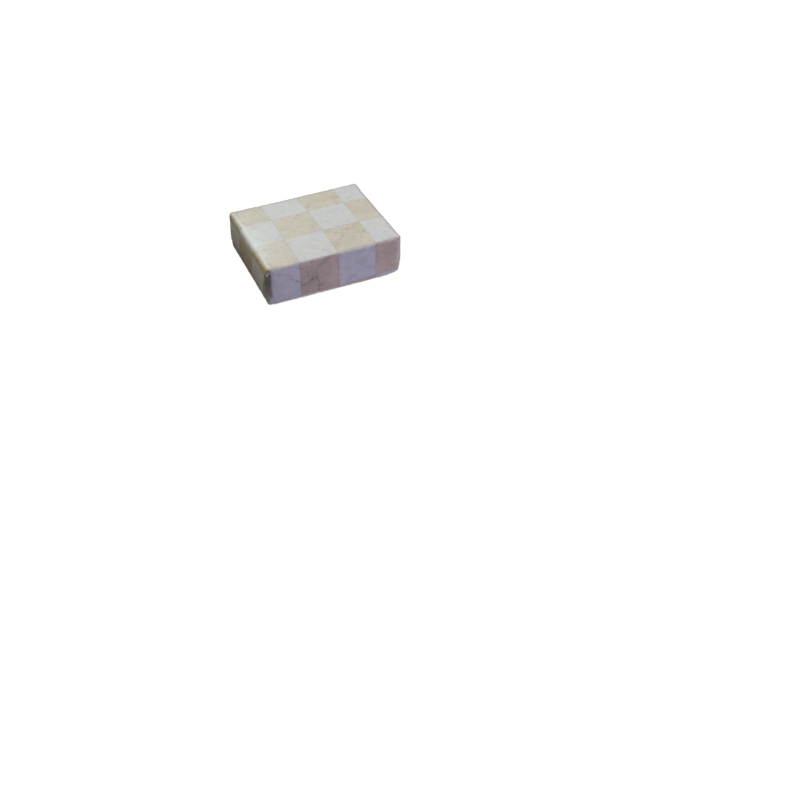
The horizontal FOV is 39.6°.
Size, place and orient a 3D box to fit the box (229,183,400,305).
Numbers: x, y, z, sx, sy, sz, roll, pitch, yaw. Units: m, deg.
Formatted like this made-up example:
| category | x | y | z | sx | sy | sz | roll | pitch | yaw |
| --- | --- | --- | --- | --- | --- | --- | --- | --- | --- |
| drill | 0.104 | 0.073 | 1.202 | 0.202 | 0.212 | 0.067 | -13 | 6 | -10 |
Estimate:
| category | x | y | z | sx | sy | sz | roll | pitch | yaw |
| --- | --- | --- | --- | --- | --- | --- | --- | --- | --- |
| box | -0.068 | -0.125 | 0.873 | 0.112 | 0.036 | 0.097 | -15 | 41 | -18 |
